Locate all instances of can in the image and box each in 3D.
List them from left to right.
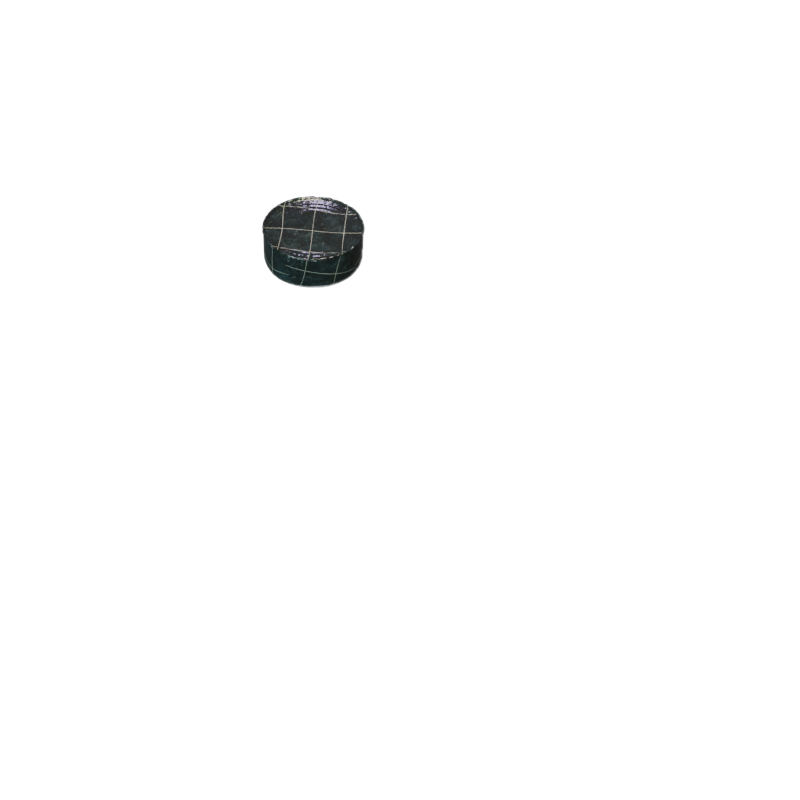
[{"bbox_3d":[-0.073,-0.134,0.938,0.086,0.031,0.092,-1,43,-2],"label":"can"}]
